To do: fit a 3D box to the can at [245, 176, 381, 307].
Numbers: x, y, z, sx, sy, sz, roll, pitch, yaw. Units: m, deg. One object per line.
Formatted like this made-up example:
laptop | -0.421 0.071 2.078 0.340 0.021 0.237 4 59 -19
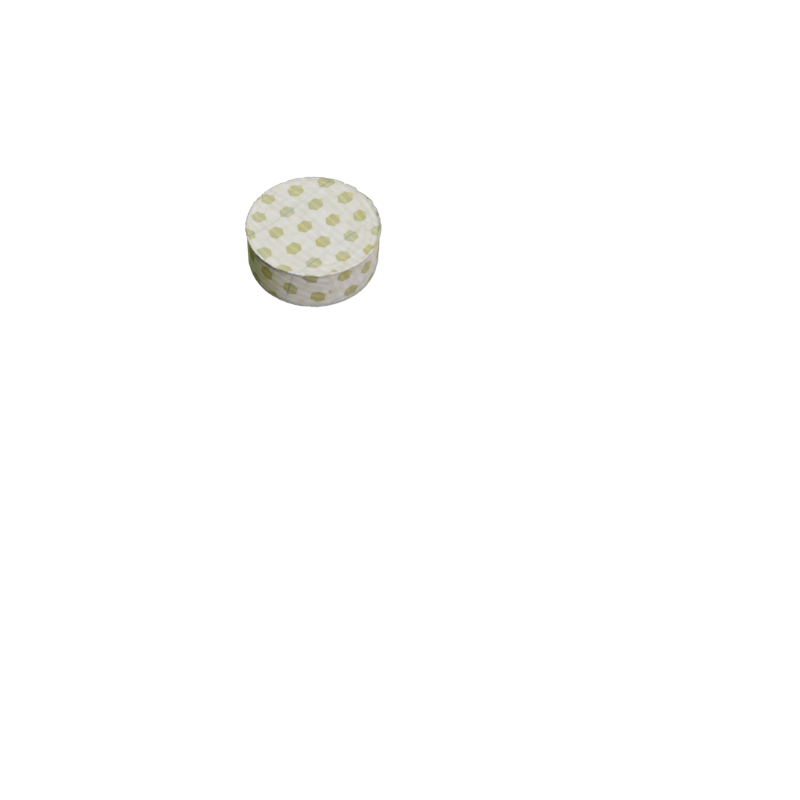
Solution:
can | -0.055 -0.101 0.709 0.086 0.092 0.031 -1 -39 -1
